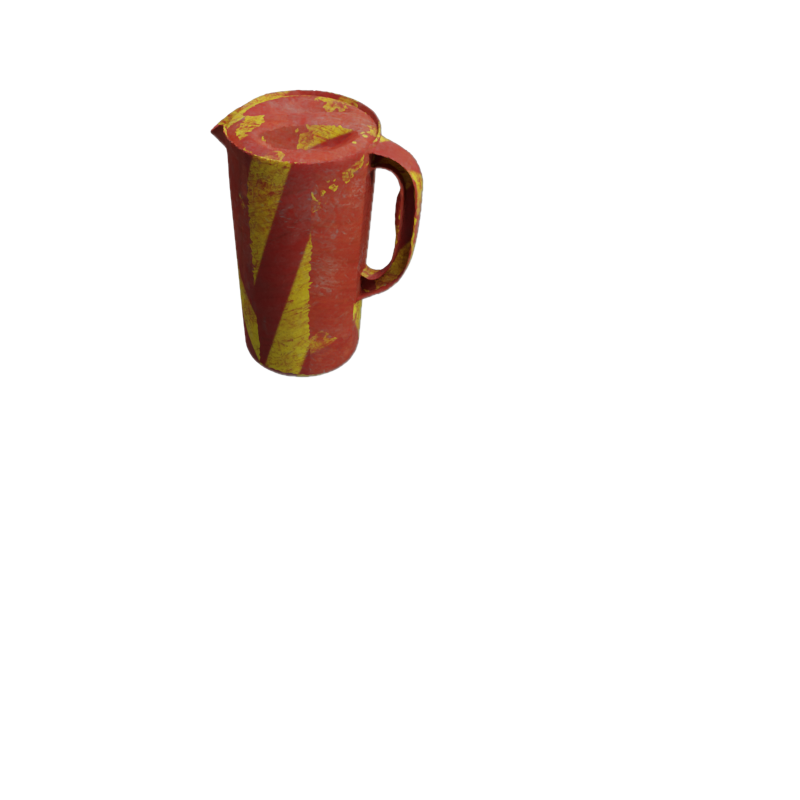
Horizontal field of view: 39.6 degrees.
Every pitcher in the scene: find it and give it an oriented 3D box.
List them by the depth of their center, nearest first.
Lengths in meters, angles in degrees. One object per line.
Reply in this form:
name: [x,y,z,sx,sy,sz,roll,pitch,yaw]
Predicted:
pitcher: [-0.077,-0.140,0.983,0.143,0.227,0.161,-16,40,-23]
